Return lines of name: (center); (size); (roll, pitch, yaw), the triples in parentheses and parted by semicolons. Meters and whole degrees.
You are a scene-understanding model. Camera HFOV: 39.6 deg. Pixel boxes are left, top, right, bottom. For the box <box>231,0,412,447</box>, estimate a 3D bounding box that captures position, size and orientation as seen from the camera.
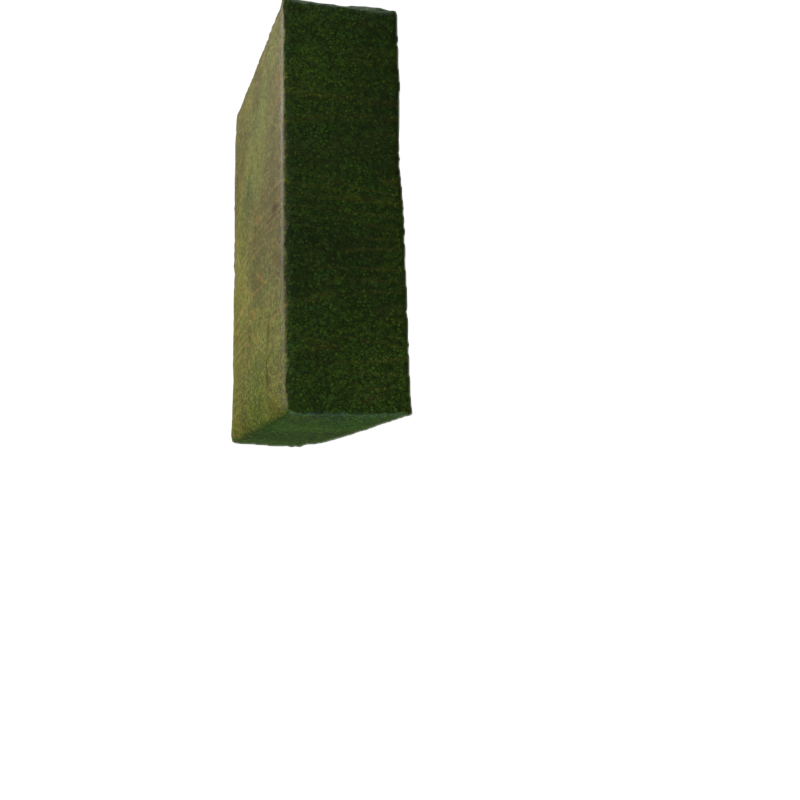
box: (-0.048, -0.088, 0.618); (0.070, 0.221, 0.162); (3, -13, -16)
